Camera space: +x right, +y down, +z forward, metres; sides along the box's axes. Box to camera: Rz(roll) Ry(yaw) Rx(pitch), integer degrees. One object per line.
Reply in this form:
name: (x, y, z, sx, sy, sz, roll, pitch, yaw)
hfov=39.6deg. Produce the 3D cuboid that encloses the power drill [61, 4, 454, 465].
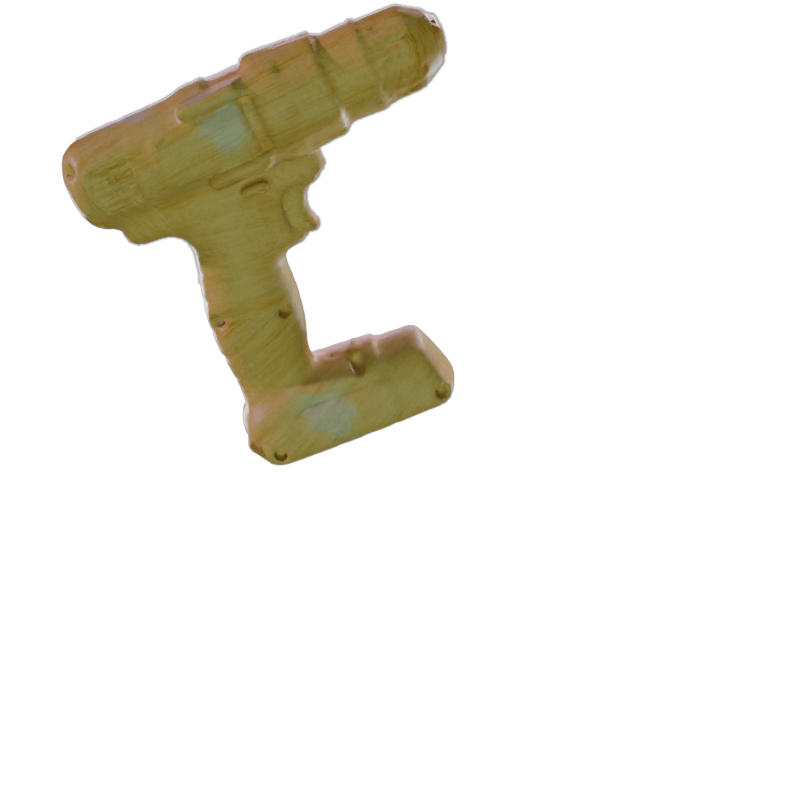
power drill: (-0.041, -0.075, 0.525, 0.185, 0.179, 0.060, -21, 19, 7)
